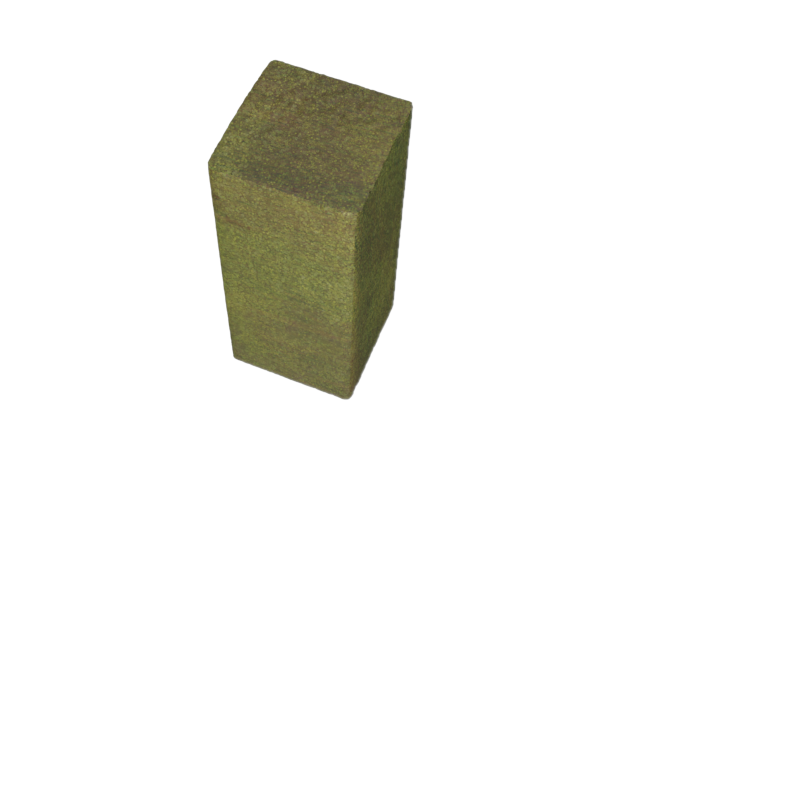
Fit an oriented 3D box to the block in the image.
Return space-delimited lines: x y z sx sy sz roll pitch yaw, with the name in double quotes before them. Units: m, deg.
"block" -0.054 -0.098 0.688 0.093 0.094 0.193 20 -30 8
